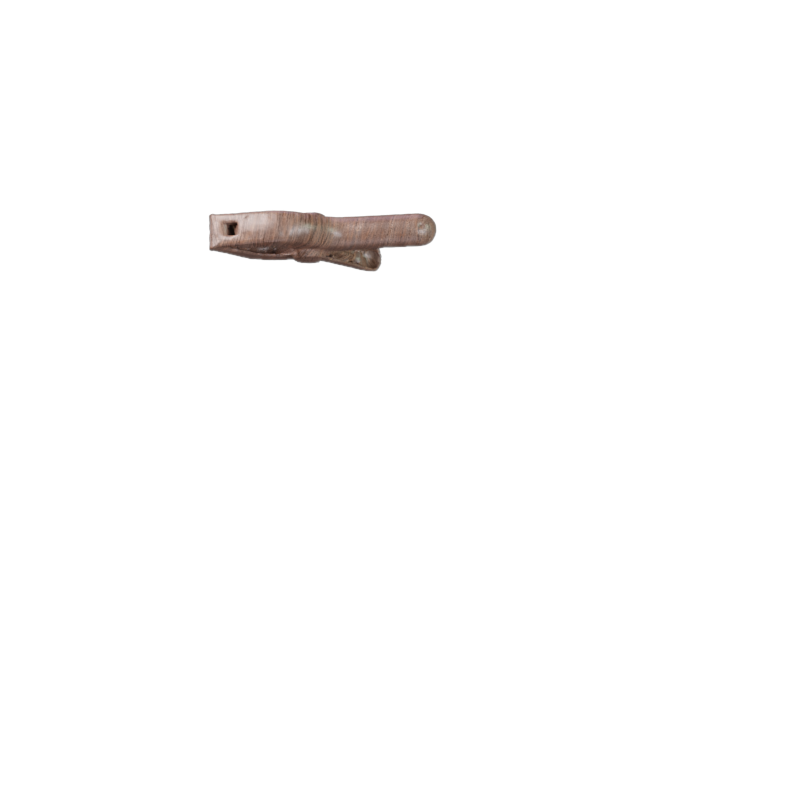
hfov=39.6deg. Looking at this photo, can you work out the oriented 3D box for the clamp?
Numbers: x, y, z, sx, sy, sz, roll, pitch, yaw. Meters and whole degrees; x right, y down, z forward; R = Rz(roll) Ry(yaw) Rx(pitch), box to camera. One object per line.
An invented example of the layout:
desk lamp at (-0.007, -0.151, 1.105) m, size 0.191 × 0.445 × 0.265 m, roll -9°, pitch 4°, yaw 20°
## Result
clamp at (-0.069, -0.126, 0.879) m, size 0.169 × 0.041 × 0.118 m, roll 3°, pitch -13°, yaw -12°
